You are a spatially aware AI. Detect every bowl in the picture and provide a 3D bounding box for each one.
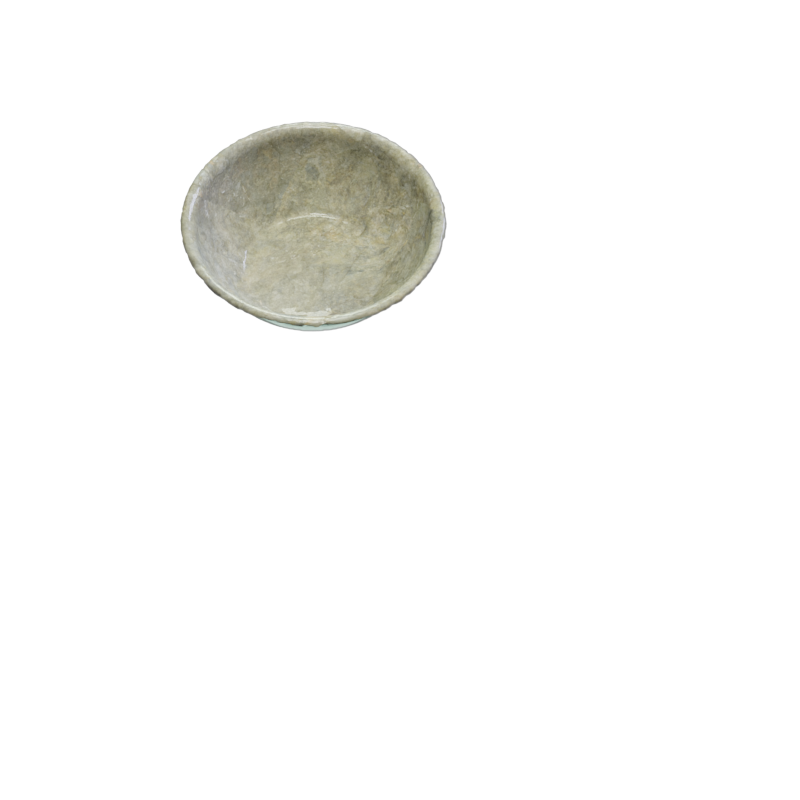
[{"bbox_3d":[-0.054,-0.099,0.694,0.162,0.174,0.051,-1,-35,-1],"label":"bowl"}]
